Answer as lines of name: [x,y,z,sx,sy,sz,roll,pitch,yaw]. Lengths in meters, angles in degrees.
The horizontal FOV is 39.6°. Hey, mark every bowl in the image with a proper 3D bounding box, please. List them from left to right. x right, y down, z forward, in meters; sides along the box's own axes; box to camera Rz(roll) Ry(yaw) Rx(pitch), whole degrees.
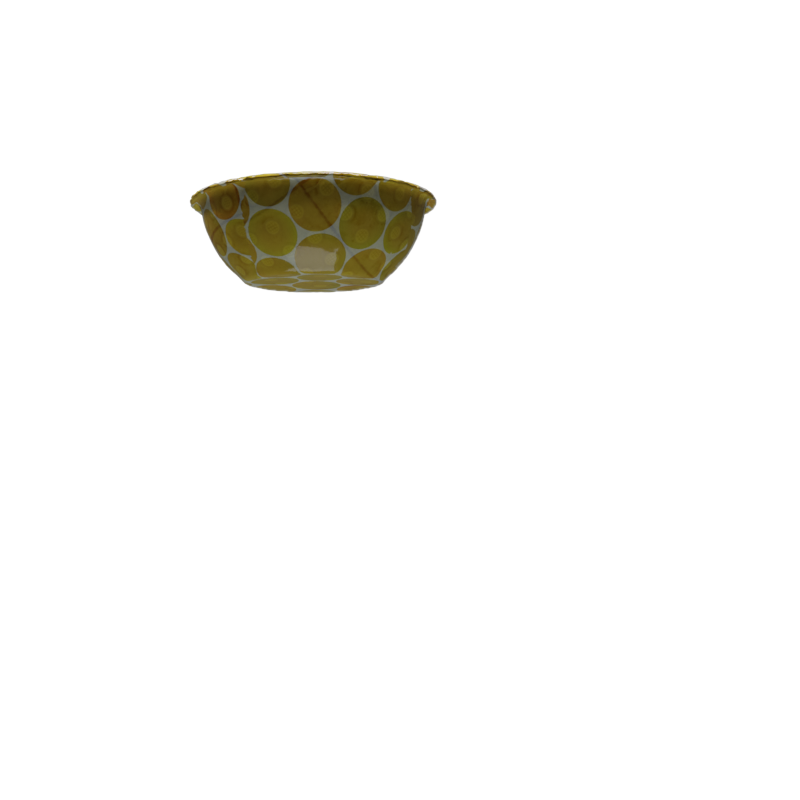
bowl: [-0.057,-0.103,0.724,0.162,0.056,0.160,0,-3,-2]
